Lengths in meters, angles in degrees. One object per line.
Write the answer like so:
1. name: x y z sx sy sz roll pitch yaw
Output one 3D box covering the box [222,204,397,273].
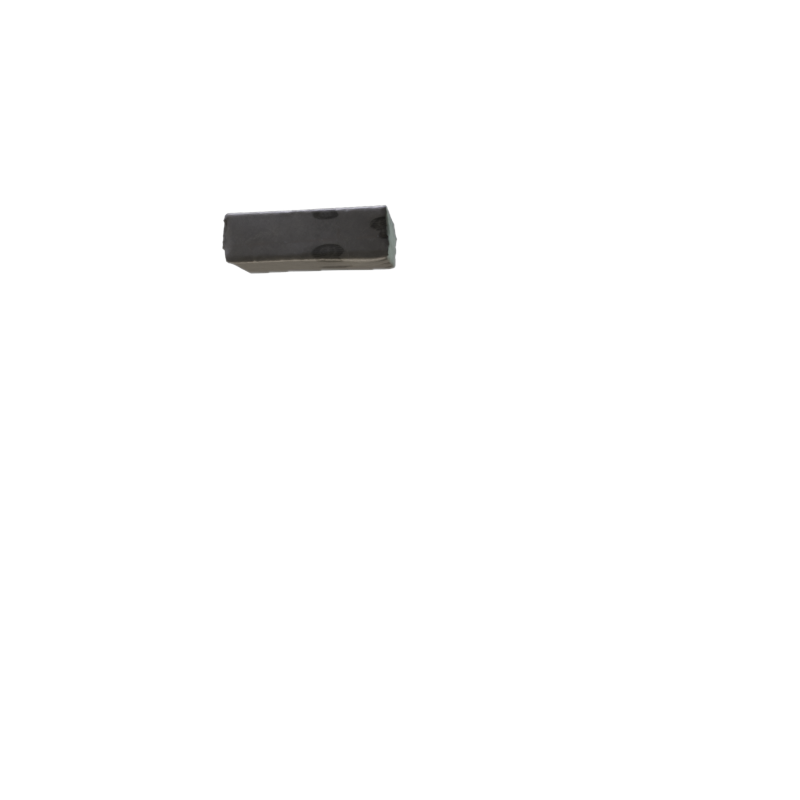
1. box: -0.061 -0.111 0.780 0.114 0.039 0.089 0 1 5
